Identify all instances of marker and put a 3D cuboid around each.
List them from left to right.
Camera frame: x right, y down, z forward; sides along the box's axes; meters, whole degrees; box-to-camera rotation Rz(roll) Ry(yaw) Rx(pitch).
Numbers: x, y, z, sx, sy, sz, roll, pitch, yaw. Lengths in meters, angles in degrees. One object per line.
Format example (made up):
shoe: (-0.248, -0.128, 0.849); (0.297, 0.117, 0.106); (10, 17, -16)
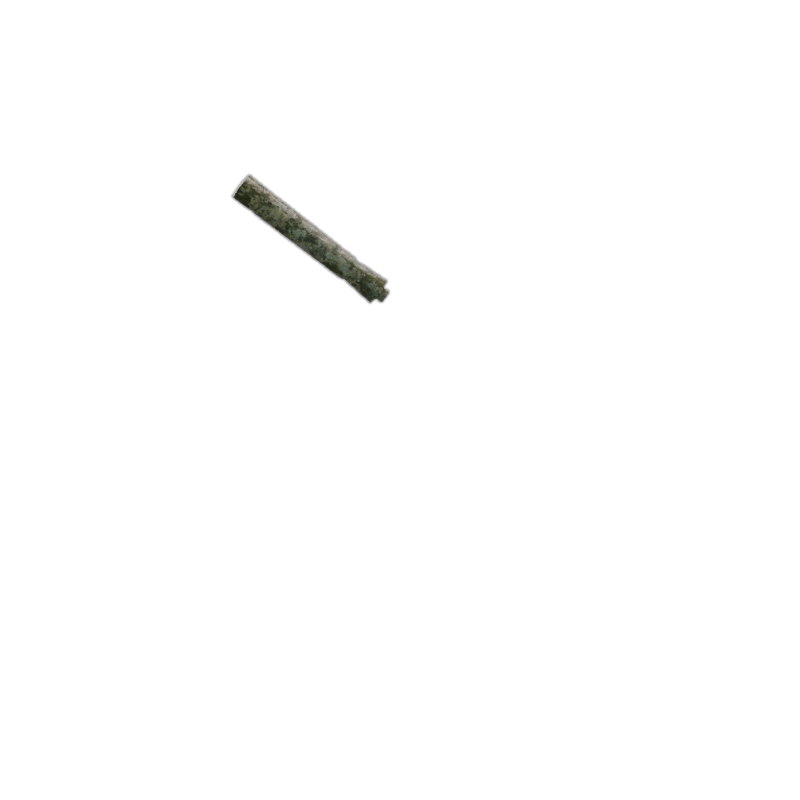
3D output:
marker: (-0.057, -0.104, 0.730); (0.120, 0.020, 0.020); (37, 1, -2)
